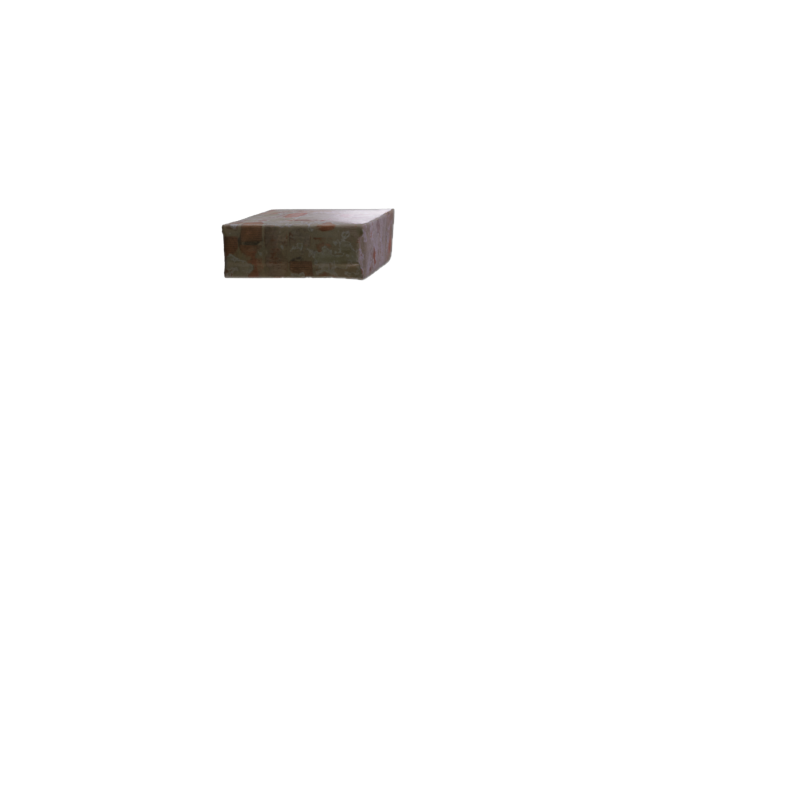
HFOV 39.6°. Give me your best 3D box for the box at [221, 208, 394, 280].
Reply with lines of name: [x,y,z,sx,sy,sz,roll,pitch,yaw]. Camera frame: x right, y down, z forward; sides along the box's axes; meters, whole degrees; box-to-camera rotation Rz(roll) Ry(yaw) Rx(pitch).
box: [-0.056,-0.103,0.718,0.091,0.038,0.114,2,12,11]
